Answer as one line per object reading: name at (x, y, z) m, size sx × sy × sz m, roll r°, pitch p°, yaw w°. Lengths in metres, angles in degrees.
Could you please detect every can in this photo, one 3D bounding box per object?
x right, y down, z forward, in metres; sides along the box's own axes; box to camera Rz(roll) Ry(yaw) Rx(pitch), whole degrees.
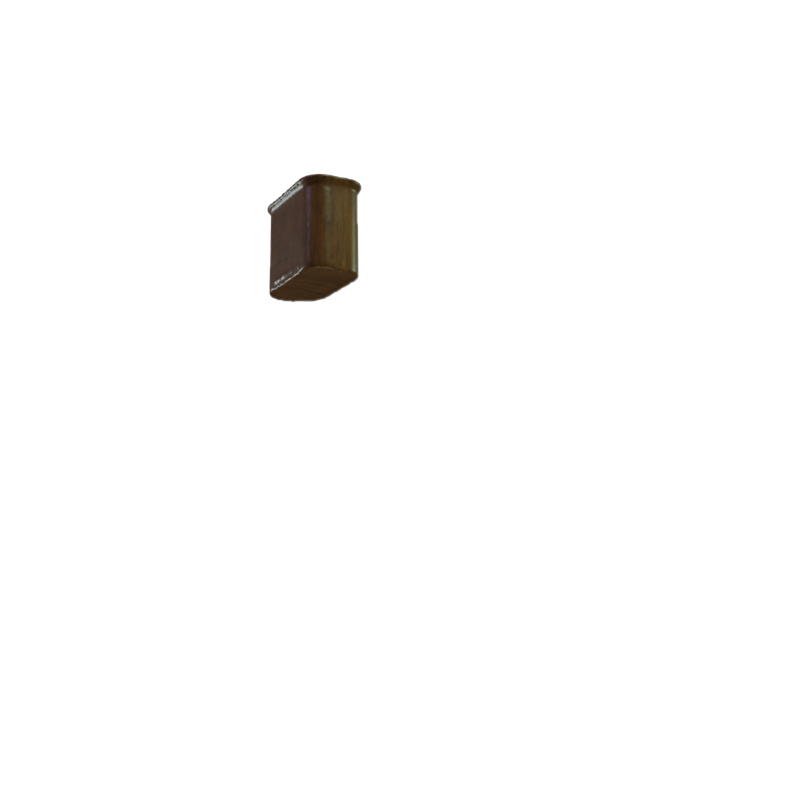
can at (-0.076, -0.138, 0.963) m, size 0.055 × 0.087 × 0.102 m, roll 9°, pitch -18°, yaw -28°
